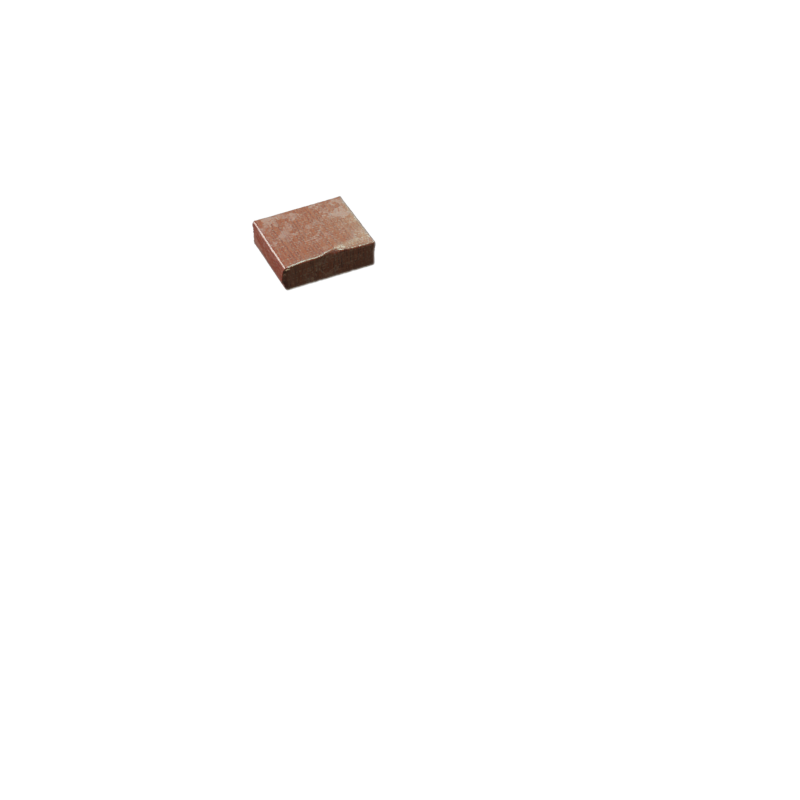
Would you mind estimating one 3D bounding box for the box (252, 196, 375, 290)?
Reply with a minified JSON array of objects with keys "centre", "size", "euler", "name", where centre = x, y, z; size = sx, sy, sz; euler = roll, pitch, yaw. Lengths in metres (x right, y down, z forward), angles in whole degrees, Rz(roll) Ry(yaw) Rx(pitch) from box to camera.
[{"centre":[-0.077,-0.140,0.980],"size":[0.088,0.028,0.079],"euler":[-18,47,-18],"name":"box"}]
